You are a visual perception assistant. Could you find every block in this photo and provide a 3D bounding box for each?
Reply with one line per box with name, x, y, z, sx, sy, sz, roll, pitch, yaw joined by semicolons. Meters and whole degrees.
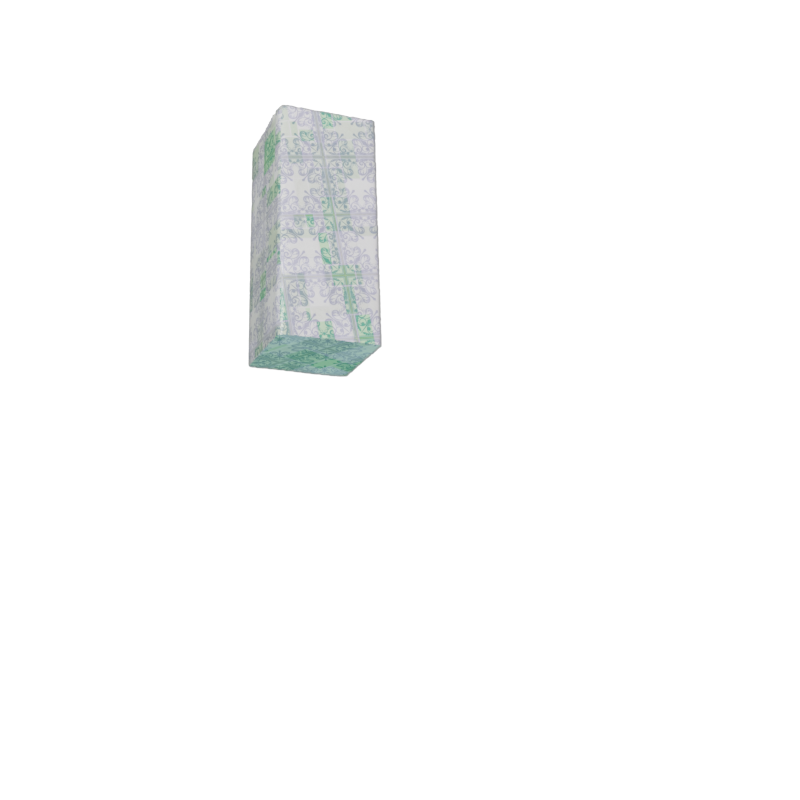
block;-0.075;-0.135;0.945;0.088;0.217;0.089;7;-24;-20
